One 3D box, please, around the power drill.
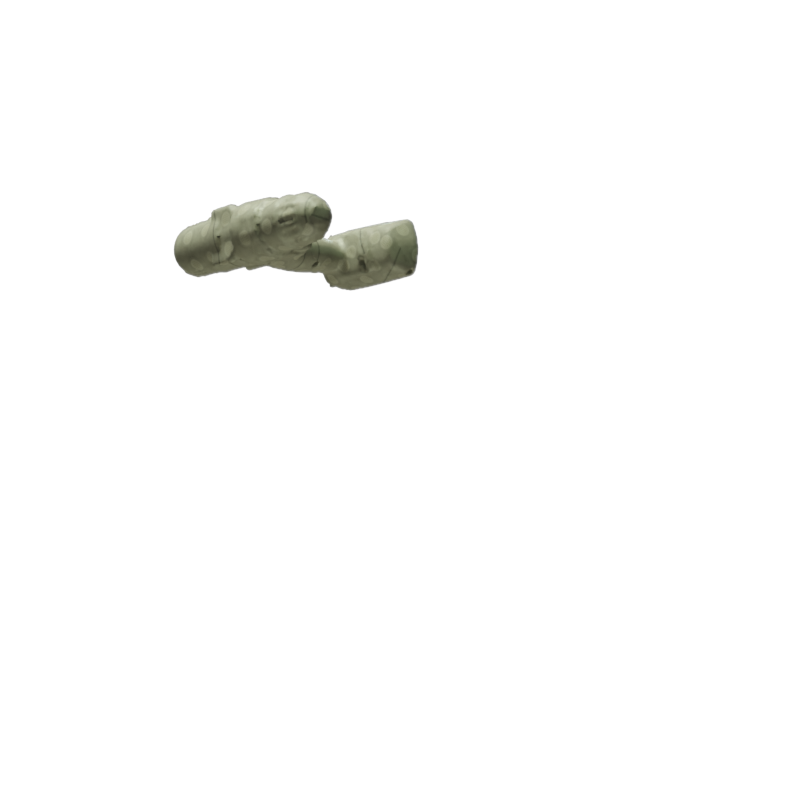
[{"bbox_3d":[-0.075,-0.137,0.956,0.179,0.058,0.190,3,-5,-42],"label":"power drill"}]
